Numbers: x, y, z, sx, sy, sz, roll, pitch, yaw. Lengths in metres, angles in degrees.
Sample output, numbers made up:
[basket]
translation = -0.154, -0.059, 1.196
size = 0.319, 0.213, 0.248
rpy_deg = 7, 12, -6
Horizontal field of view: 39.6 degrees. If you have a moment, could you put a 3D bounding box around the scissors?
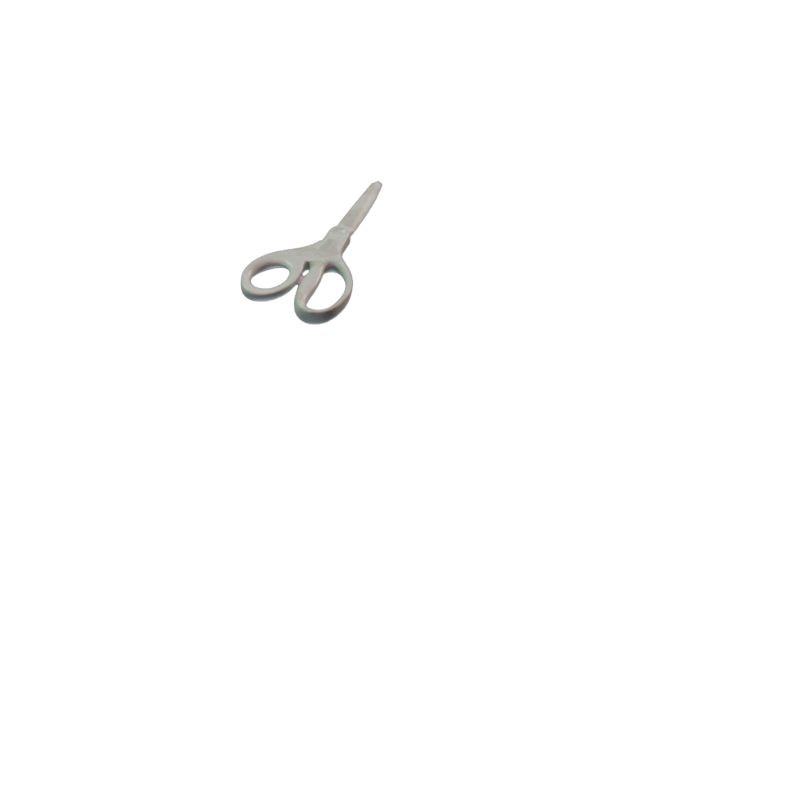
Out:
[scissors]
translation = -0.071, -0.129, 0.904
size = 0.097, 0.015, 0.214
rpy_deg = 3, 39, 4
